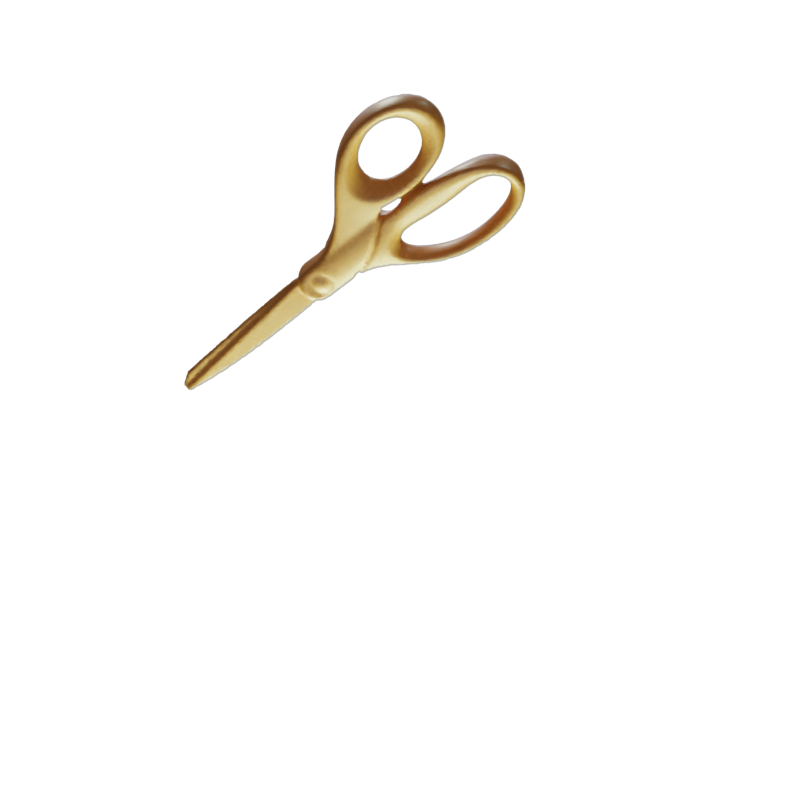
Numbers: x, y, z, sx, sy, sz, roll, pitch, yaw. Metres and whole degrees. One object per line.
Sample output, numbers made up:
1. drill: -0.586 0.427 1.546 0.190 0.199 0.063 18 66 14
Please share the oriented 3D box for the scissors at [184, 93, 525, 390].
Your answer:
1. scissors: -0.041 -0.075 0.524 0.202 0.090 0.017 -23 32 15
